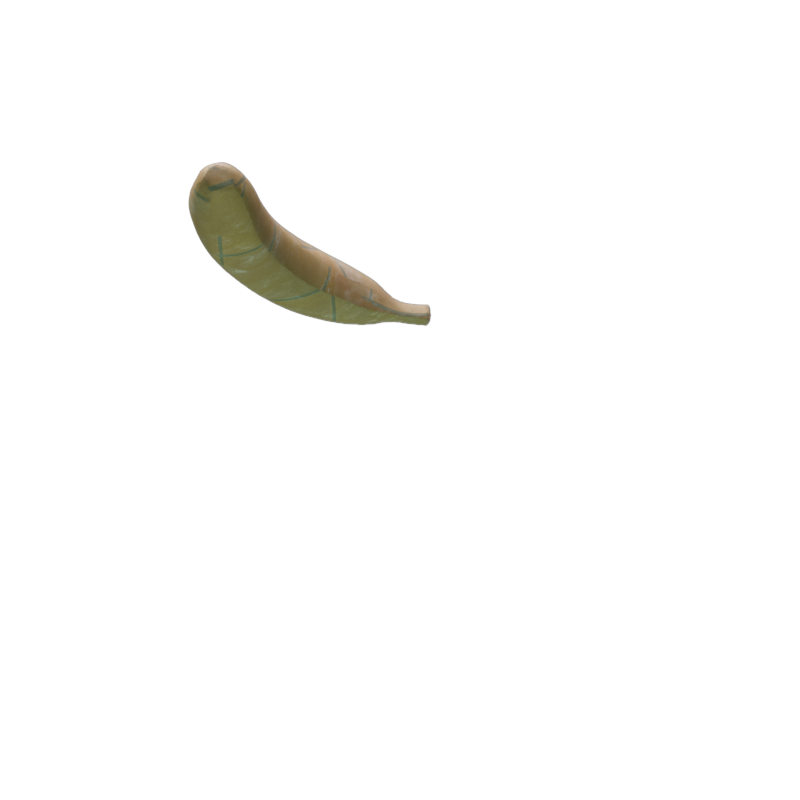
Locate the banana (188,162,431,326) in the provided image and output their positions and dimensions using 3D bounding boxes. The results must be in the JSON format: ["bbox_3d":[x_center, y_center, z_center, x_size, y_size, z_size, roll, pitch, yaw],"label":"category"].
[{"bbox_3d":[-0.059,-0.078,0.582,0.071,0.039,0.185,-12,-21,30],"label":"banana"}]
